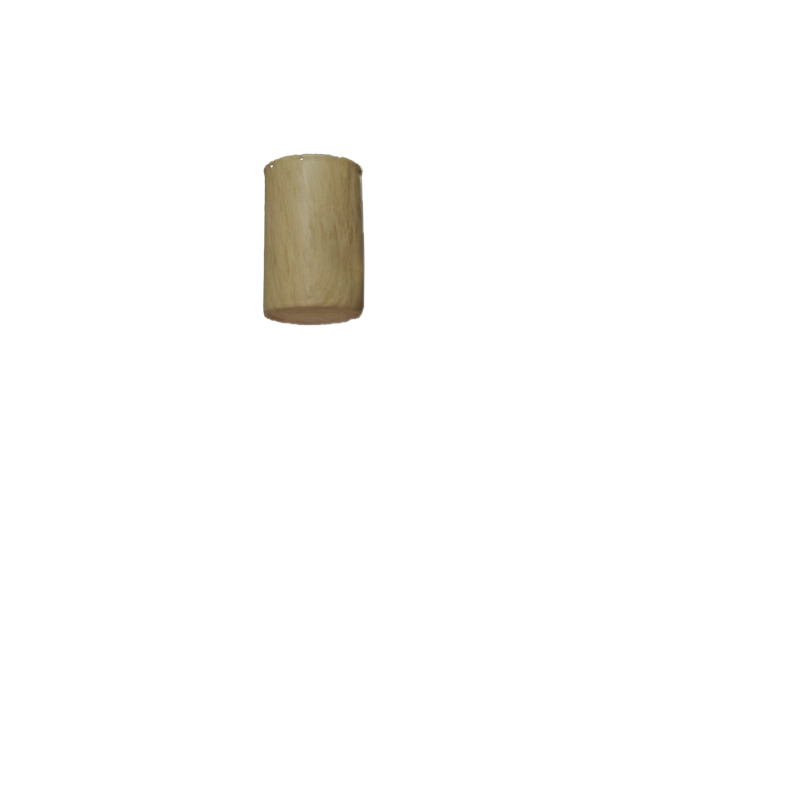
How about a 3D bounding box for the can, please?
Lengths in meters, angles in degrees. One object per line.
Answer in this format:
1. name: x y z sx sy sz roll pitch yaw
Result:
1. can: -0.058 -0.106 0.744 0.068 0.106 0.066 0 -12 -2
